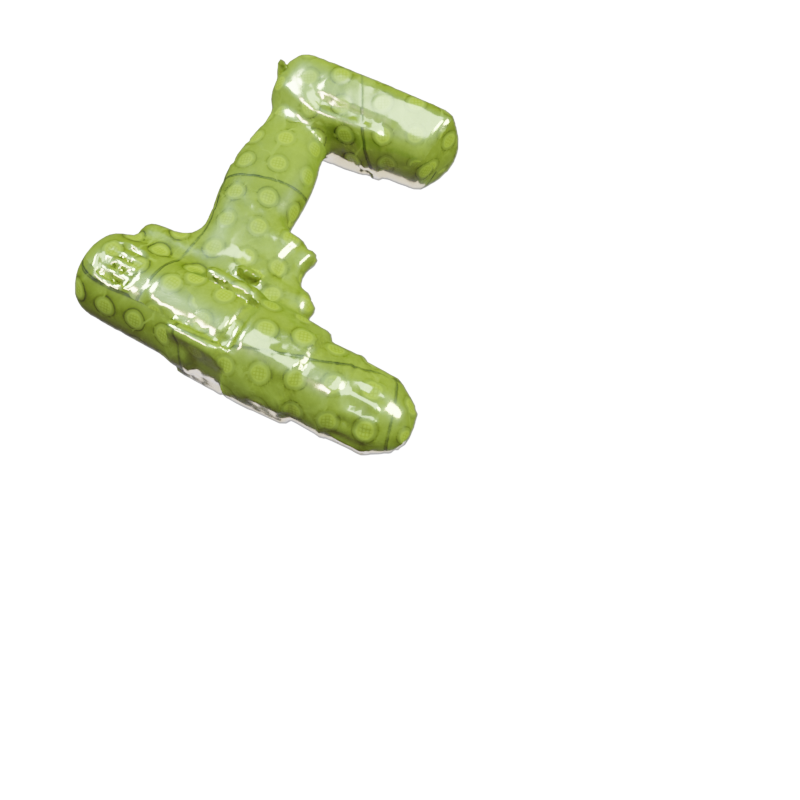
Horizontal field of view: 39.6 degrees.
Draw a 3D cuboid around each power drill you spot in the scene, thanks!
[{"bbox_3d":[-0.044,-0.081,0.565,0.191,0.193,0.054,26,-28,14],"label":"power drill"}]
